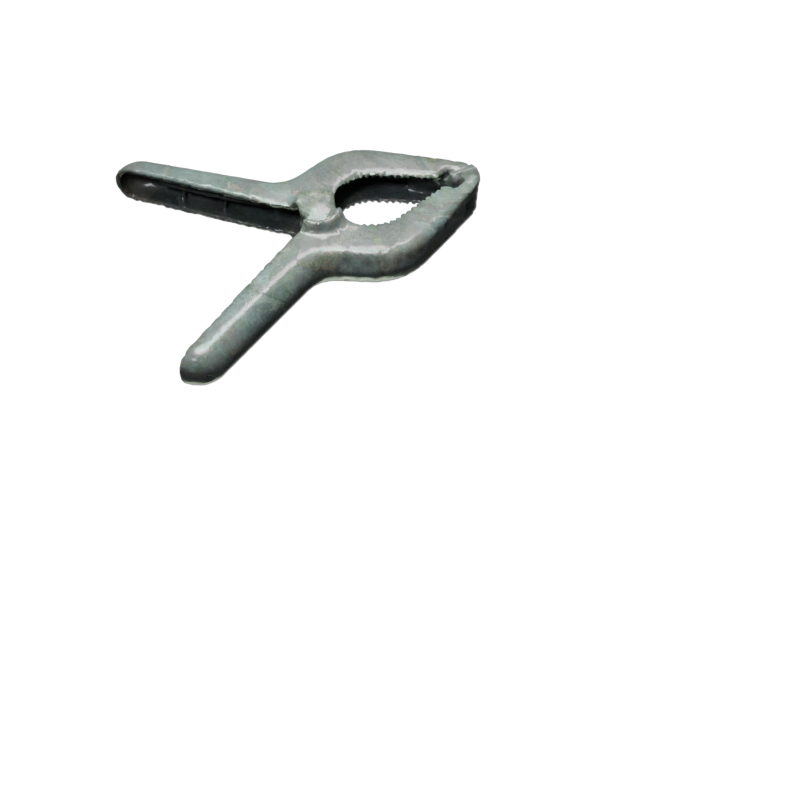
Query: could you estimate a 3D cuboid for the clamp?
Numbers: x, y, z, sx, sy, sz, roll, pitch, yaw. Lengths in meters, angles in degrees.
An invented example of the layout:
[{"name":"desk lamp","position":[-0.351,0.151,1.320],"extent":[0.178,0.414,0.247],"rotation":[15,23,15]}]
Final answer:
[{"name":"clamp","position":[-0.049,-0.090,0.632],"extent":[0.208,0.178,0.034],"rotation":[-11,-38,-9]}]
